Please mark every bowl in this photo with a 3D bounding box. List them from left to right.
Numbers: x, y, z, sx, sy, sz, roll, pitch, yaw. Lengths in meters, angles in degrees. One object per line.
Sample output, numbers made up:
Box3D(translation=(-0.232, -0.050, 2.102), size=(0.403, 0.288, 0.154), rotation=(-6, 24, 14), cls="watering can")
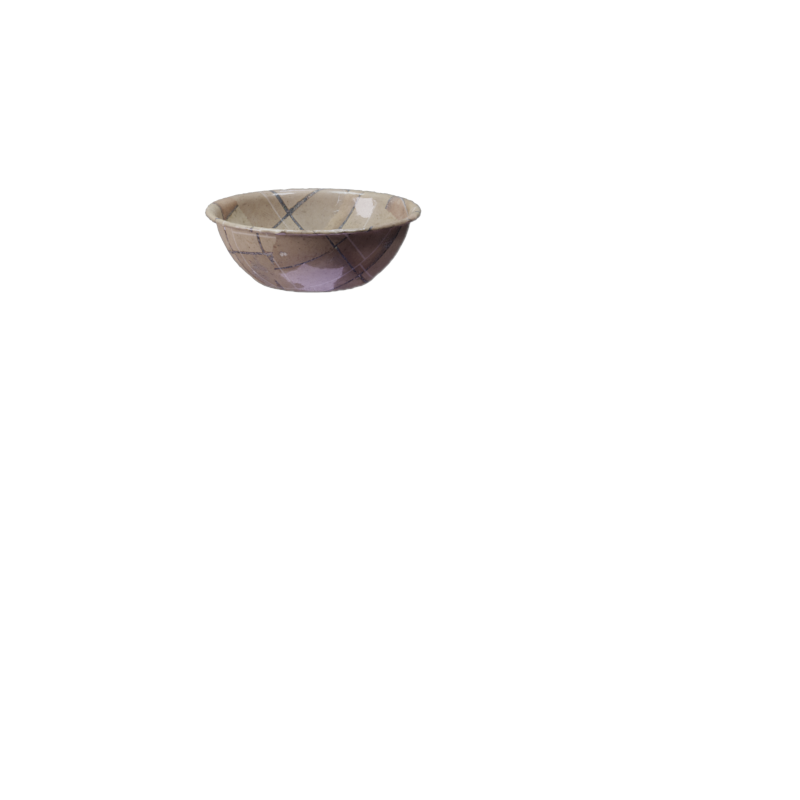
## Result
Box3D(translation=(-0.065, -0.119, 0.835), size=(0.162, 0.053, 0.169), rotation=(-1, 21, -2), cls="bowl")
